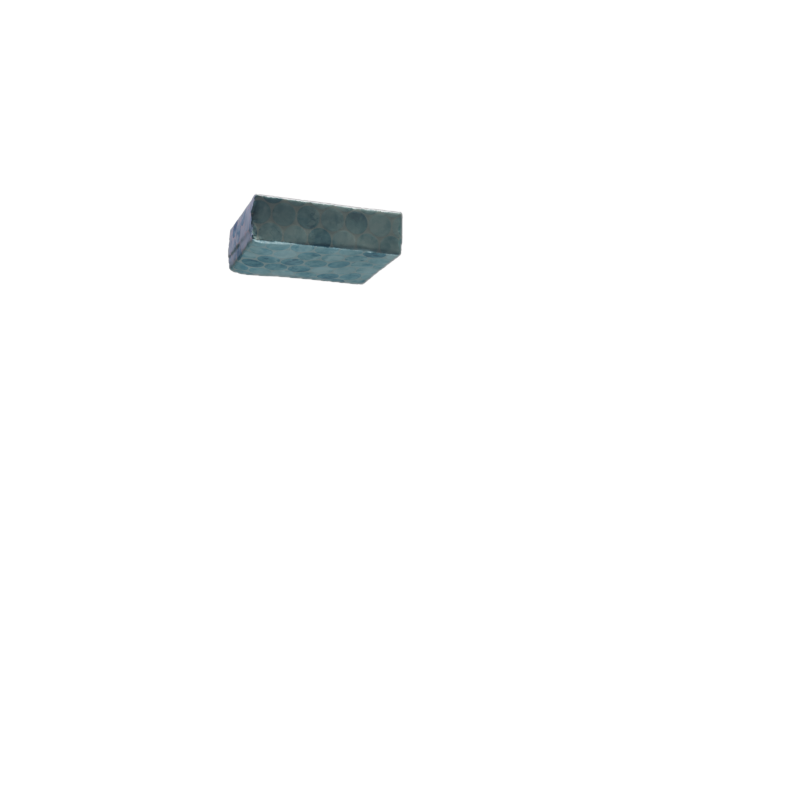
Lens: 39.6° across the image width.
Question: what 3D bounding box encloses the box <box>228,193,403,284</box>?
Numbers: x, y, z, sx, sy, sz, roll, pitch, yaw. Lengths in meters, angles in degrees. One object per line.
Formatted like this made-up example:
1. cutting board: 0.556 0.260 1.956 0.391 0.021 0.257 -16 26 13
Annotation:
1. box: -0.064 -0.117 0.823 0.111 0.040 0.089 3 -11 -17
